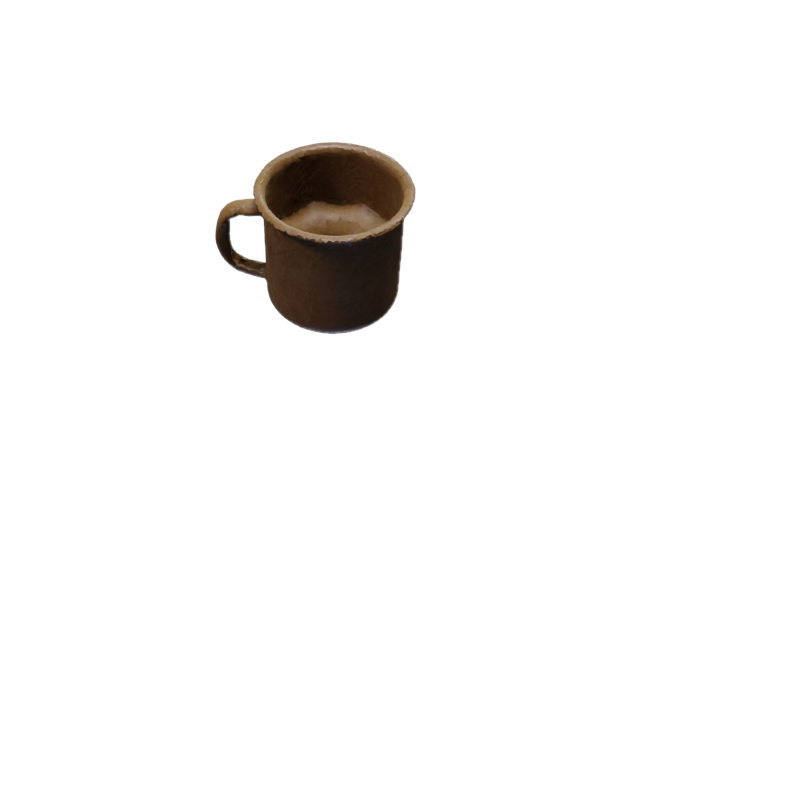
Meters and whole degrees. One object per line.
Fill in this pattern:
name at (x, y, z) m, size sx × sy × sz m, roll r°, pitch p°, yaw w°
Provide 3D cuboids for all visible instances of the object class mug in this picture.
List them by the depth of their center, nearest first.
mug at (-0.052, -0.094, 0.661) m, size 0.117 × 0.076 × 0.100 m, roll 0°, pitch 45°, yaw -1°
